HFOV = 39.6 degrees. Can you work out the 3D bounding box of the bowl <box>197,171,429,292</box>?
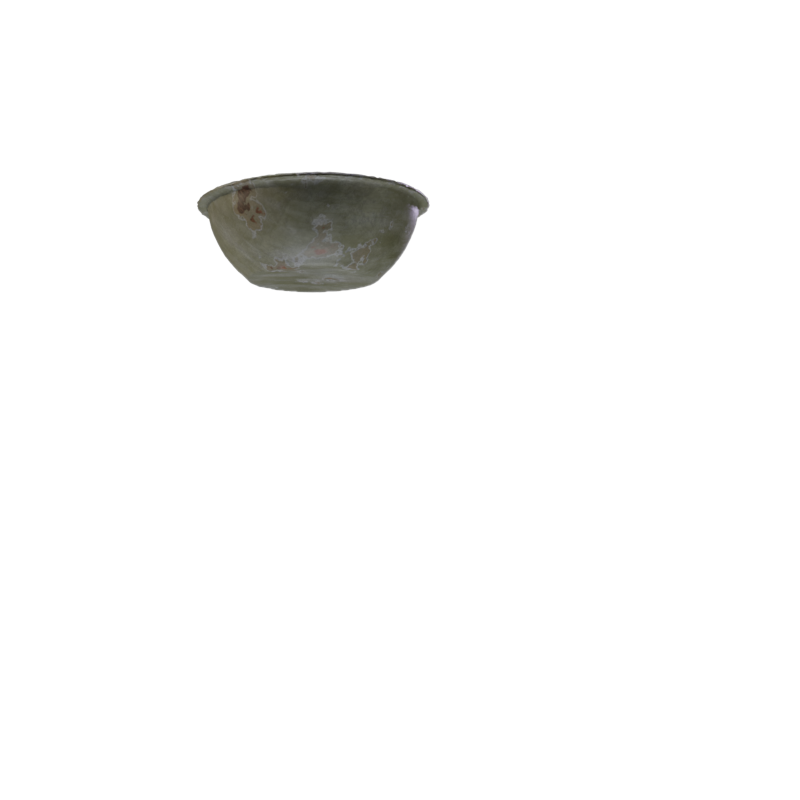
[{"bbox_3d":[-0.060,-0.110,0.770,0.162,0.056,0.158,0,-7,-2],"label":"bowl"}]
